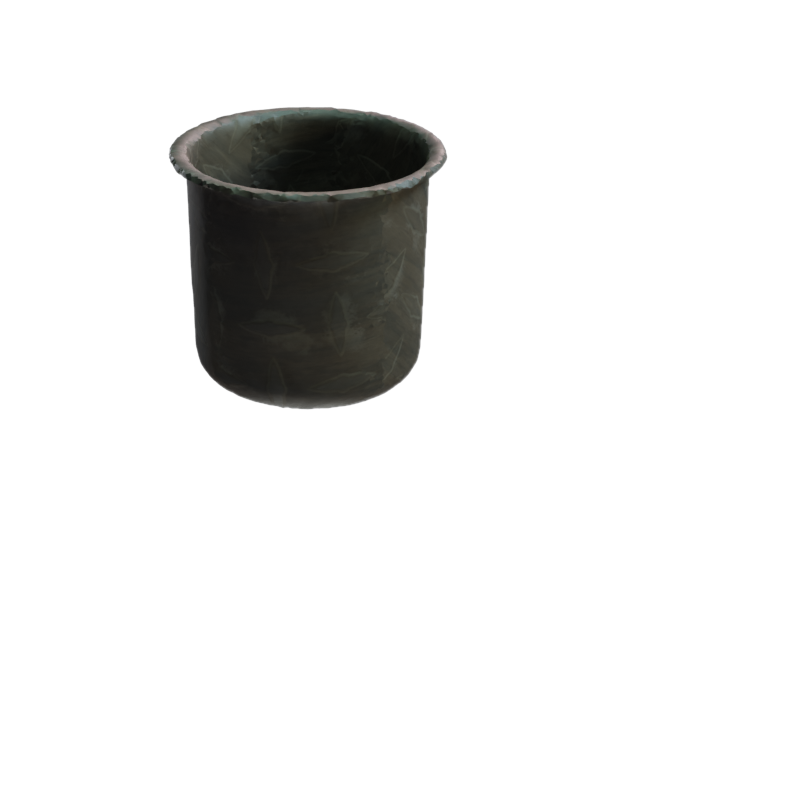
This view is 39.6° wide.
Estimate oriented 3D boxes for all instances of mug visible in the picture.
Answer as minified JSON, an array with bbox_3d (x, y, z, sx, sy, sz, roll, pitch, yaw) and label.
[{"bbox_3d":[-0.031,-0.057,0.400,0.094,0.077,0.123,3,29,5],"label":"mug"}]
